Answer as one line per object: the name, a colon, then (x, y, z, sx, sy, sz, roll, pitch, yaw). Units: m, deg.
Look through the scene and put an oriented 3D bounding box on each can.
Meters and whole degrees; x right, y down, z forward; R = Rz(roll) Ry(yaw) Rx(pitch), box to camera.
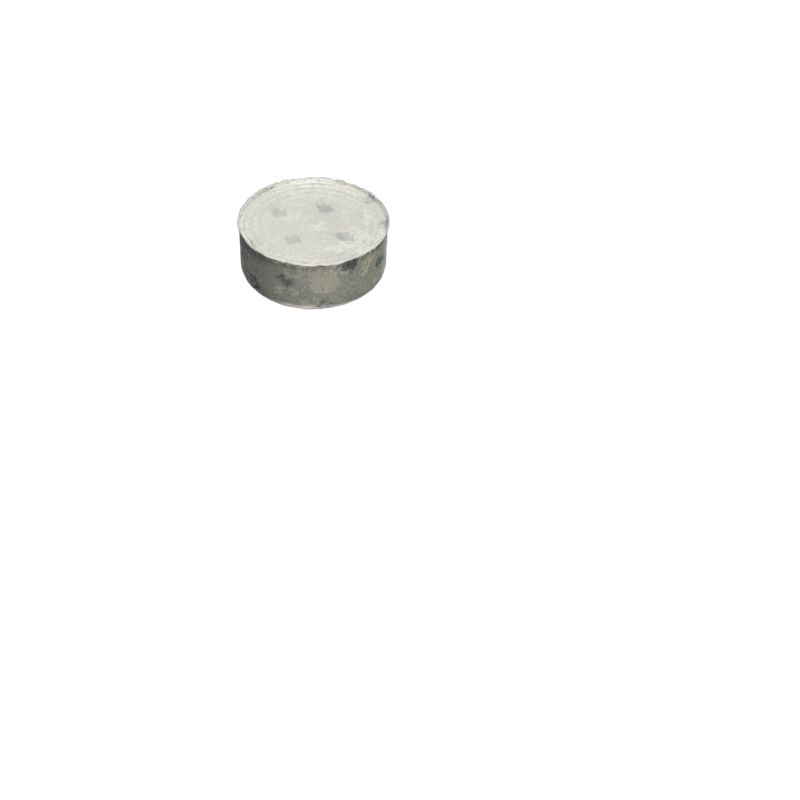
can: (-0.050, -0.091, 0.634, 0.086, 0.031, 0.092, -1, 41, -2)
